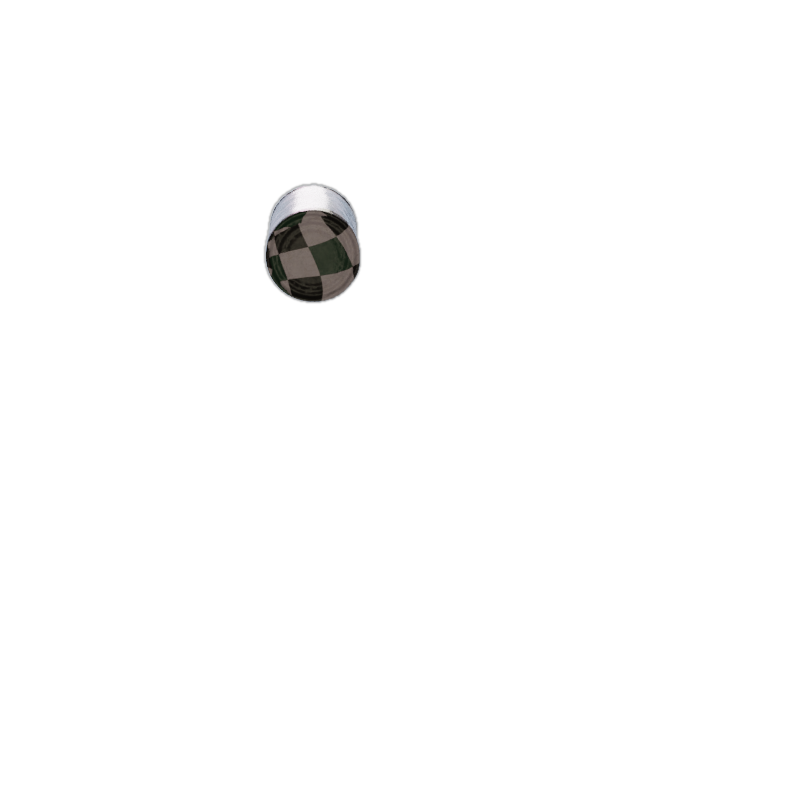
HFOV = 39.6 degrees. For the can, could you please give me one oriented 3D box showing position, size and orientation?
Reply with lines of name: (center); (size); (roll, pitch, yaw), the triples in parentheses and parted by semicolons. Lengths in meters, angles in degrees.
can: (-0.063, -0.115, 0.806); (0.068, 0.066, 0.106); (0, 18, -3)
